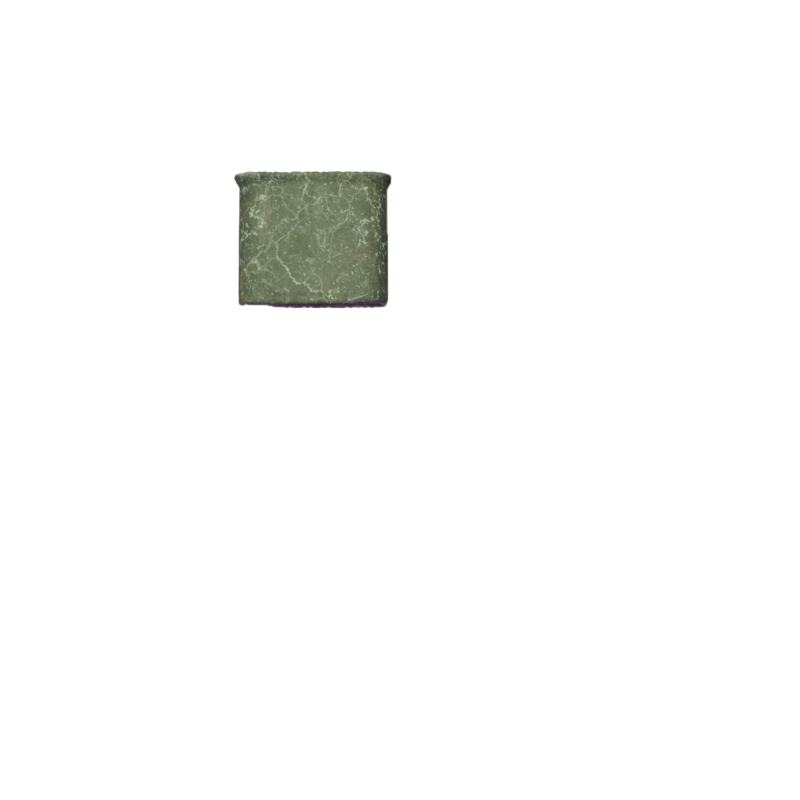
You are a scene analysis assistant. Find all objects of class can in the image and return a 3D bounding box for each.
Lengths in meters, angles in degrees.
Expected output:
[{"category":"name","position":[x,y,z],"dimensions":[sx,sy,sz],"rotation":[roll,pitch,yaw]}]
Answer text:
[{"category":"can","position":[-0.056,-0.103,0.721],"dimensions":[0.102,0.085,0.057],"rotation":[0,-4,1]}]
